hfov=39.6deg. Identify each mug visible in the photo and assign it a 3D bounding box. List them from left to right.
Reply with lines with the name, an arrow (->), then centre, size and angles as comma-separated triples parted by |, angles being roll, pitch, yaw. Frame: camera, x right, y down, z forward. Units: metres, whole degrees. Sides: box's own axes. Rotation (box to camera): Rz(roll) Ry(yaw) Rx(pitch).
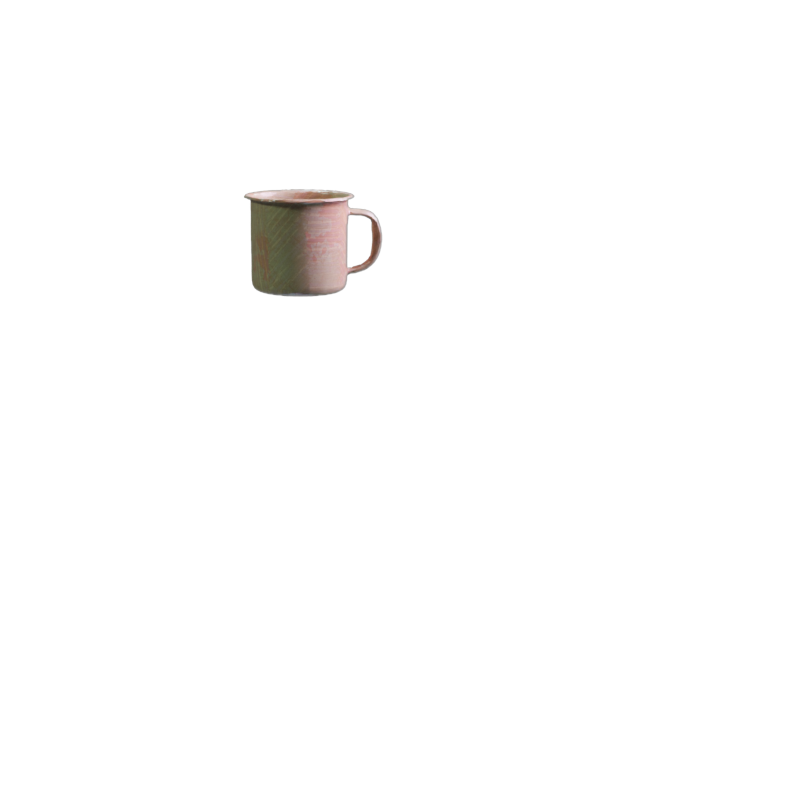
mug -> -0.074, -0.134, 0.941 | 0.116, 0.080, 0.097 | -2, 13, -8
